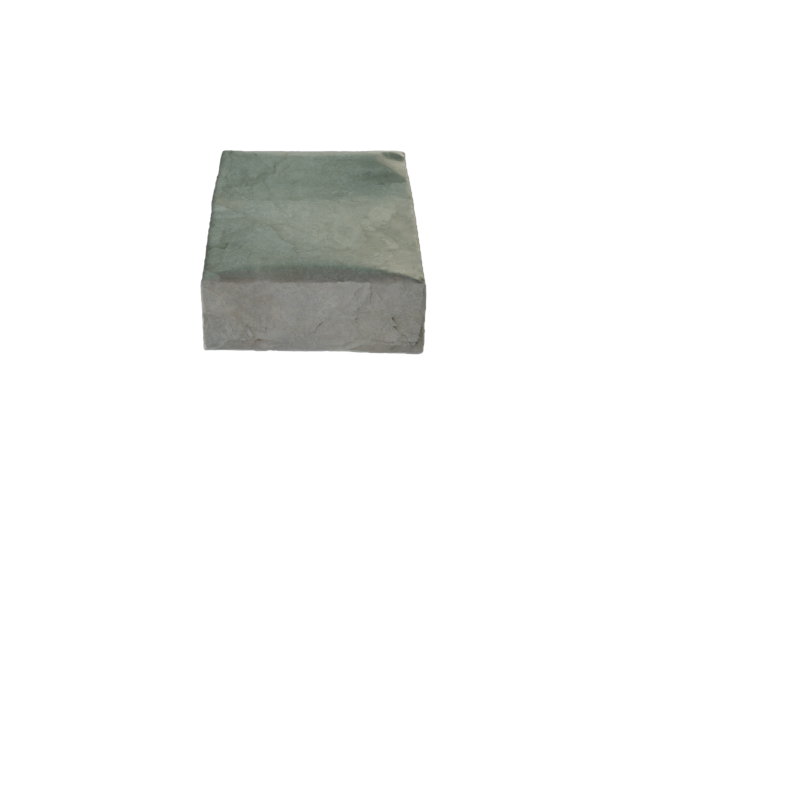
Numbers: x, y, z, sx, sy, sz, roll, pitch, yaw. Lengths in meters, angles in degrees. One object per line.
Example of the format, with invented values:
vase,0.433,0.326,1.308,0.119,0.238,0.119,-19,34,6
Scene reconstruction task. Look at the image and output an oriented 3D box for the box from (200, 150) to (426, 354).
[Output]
box,-0.069,-0.126,0.885,0.164,0.067,0.229,0,37,-3
